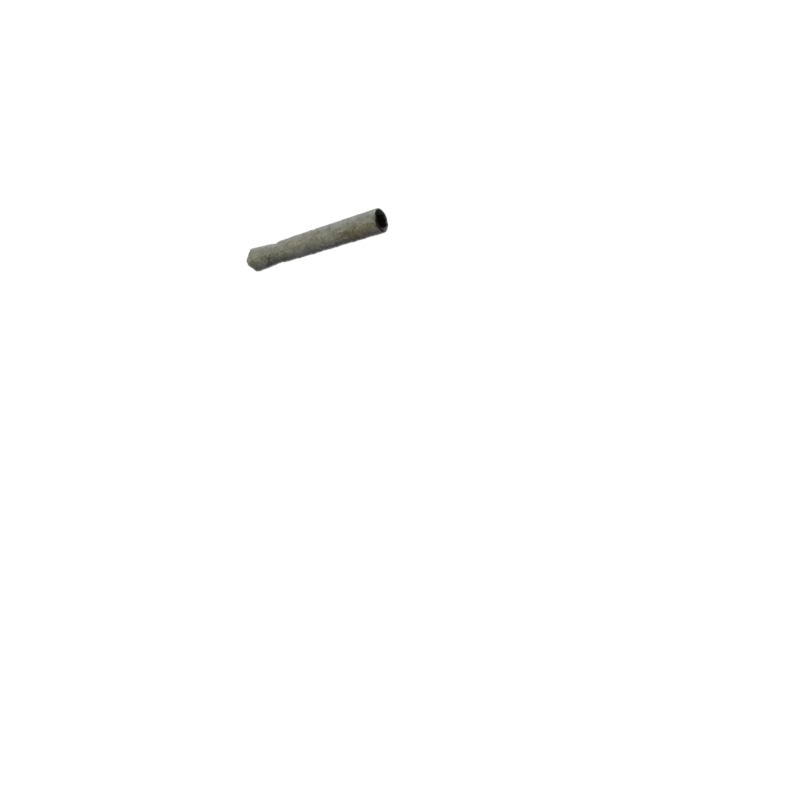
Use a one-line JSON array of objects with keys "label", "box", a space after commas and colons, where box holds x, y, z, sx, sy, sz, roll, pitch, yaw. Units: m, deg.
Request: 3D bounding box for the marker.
[{"label": "marker", "box": [-0.065, -0.118, 0.827, 0.123, 0.020, 0.019, -12, -3, 31]}]
